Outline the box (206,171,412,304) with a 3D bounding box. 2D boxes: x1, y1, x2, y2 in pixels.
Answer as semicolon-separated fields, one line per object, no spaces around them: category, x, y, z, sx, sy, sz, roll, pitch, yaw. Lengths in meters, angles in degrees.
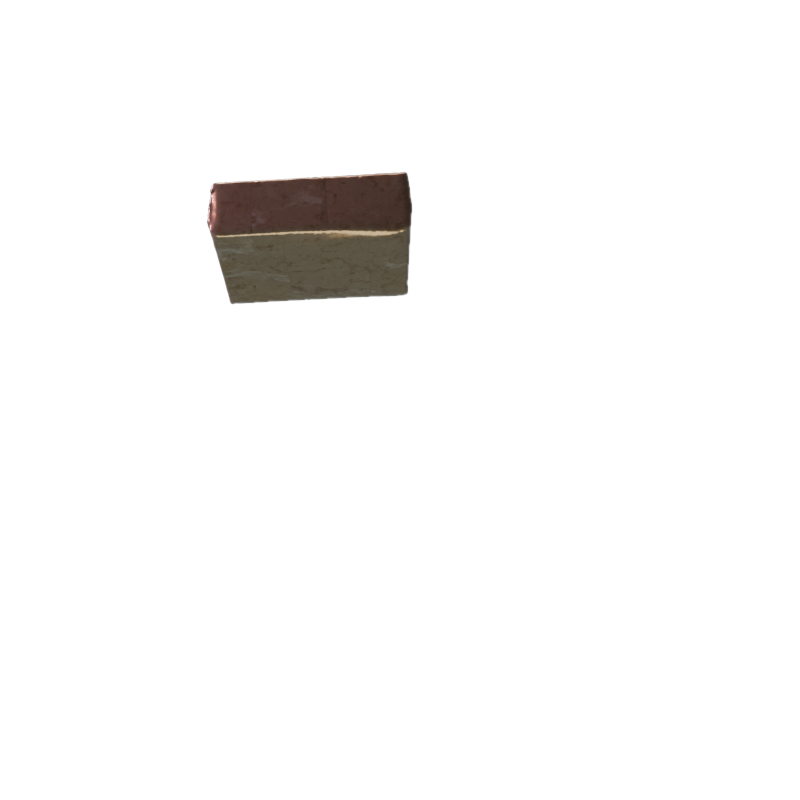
box;-0.051;-0.093;0.648;0.114;0.041;0.085;-1;-22;1
